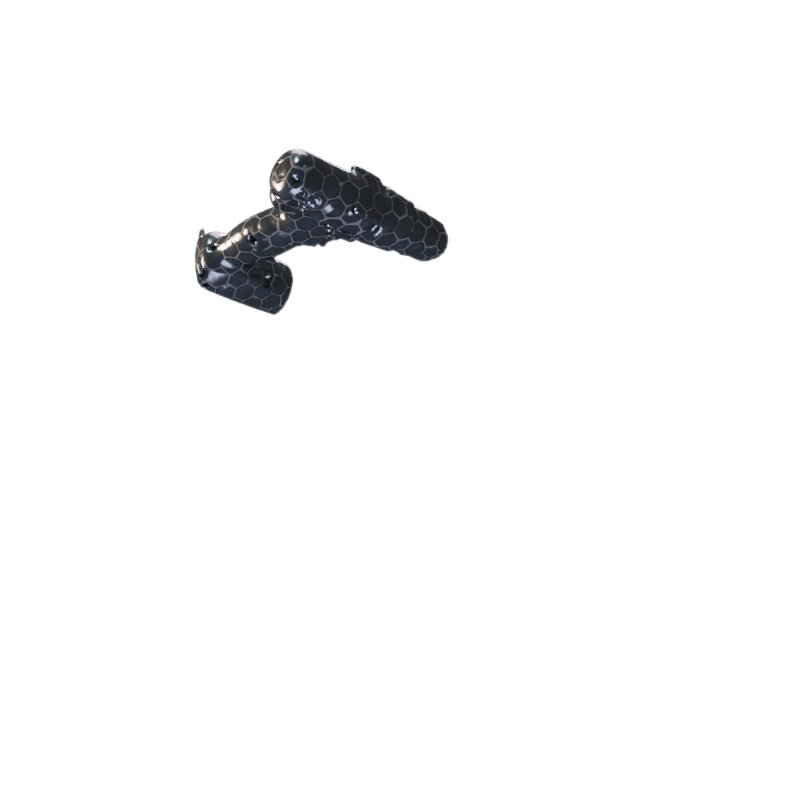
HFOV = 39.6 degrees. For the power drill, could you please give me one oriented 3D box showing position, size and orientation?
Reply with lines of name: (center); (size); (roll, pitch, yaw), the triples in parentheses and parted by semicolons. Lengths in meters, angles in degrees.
power drill: (-0.077, -0.140, 0.977); (0.173, 0.061, 0.187); (23, -36, -36)
